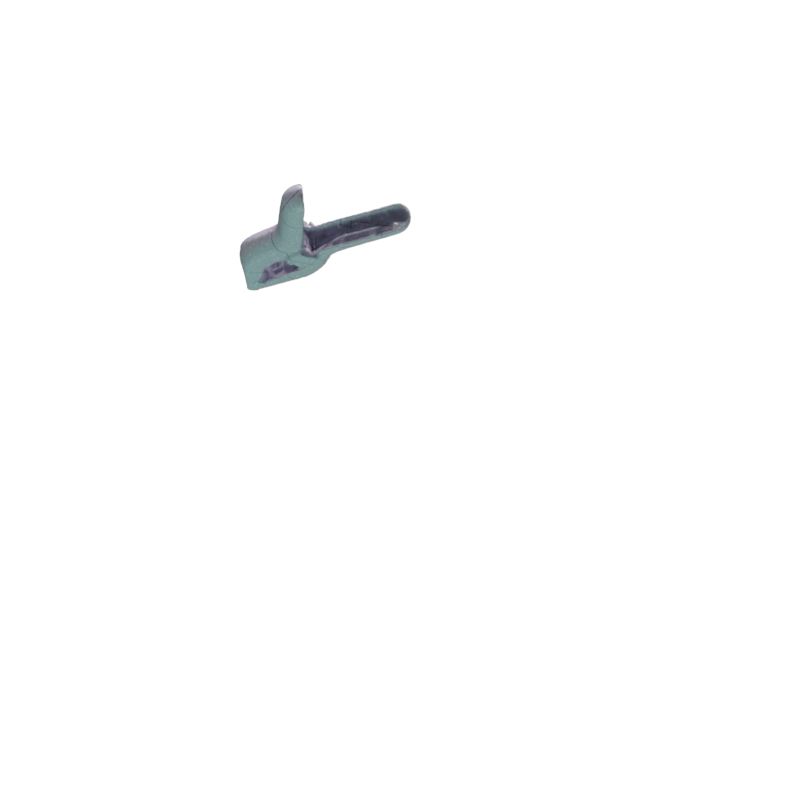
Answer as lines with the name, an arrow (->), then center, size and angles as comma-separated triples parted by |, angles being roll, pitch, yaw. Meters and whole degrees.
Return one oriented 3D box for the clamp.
clamp -> -0.074, -0.135, 0.944 | 0.115, 0.041, 0.170 | 9, -18, -27
